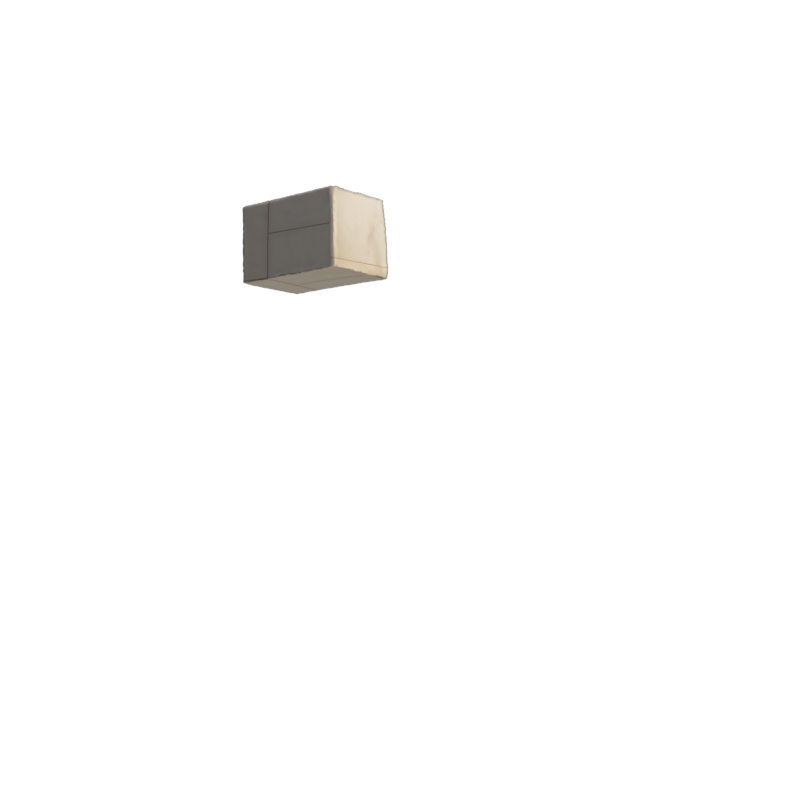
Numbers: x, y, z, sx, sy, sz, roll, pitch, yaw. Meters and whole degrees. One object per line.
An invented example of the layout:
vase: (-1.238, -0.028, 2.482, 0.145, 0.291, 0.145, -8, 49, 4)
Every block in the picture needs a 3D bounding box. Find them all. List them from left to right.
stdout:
block: (-0.054, -0.098, 0.690, 0.080, 0.053, 0.050, -6, -10, 39)
